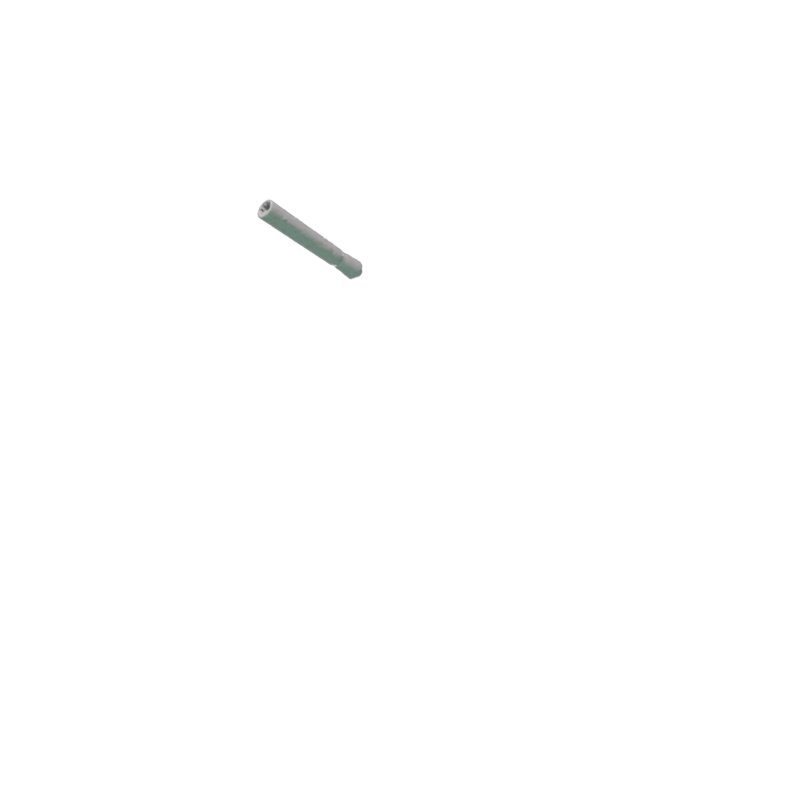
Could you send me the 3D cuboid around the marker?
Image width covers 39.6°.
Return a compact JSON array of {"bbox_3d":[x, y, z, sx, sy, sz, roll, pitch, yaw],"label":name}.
[{"bbox_3d":[-0.078,-0.141,0.991,0.113,0.020,0.021,31,-16,-34],"label":"marker"}]
